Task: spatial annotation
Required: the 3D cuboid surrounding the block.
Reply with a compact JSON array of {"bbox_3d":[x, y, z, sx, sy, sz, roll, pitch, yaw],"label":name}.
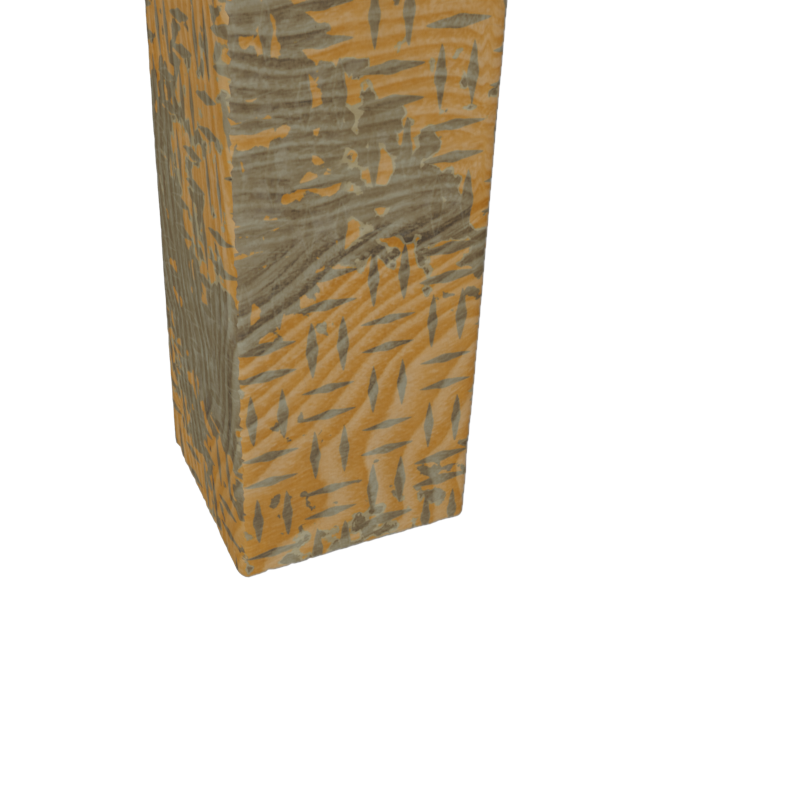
[{"bbox_3d":[-0.030,-0.056,0.387,0.089,0.194,0.097,-12,34,-22],"label":"block"}]
